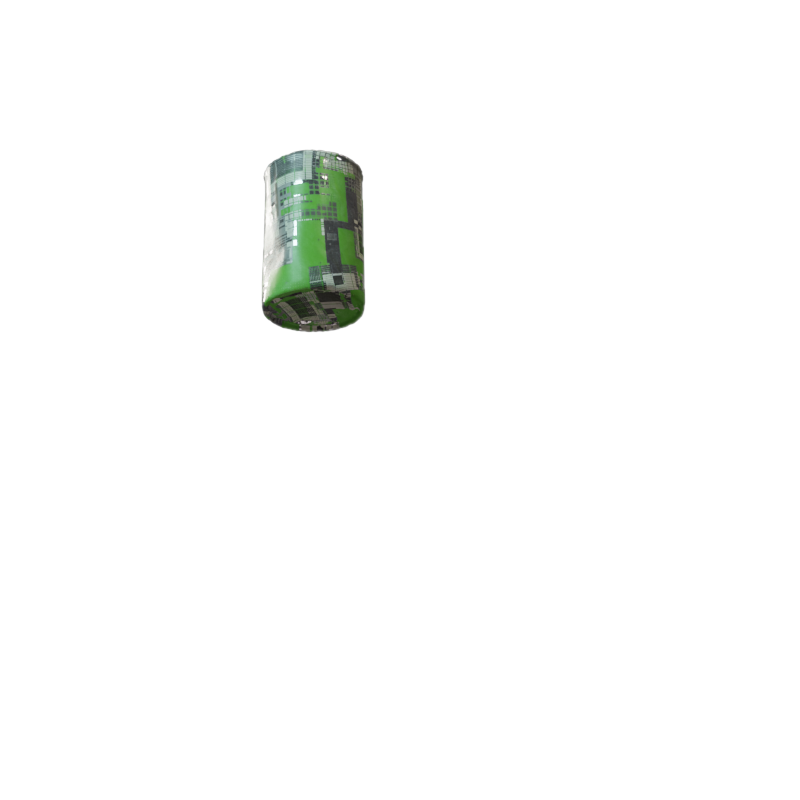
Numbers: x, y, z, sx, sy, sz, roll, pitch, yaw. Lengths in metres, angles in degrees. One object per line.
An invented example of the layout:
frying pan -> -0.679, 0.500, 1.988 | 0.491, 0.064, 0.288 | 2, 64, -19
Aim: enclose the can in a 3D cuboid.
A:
can -> -0.057, -0.104, 0.731 | 0.068, 0.108, 0.065 | 0, -26, -2
